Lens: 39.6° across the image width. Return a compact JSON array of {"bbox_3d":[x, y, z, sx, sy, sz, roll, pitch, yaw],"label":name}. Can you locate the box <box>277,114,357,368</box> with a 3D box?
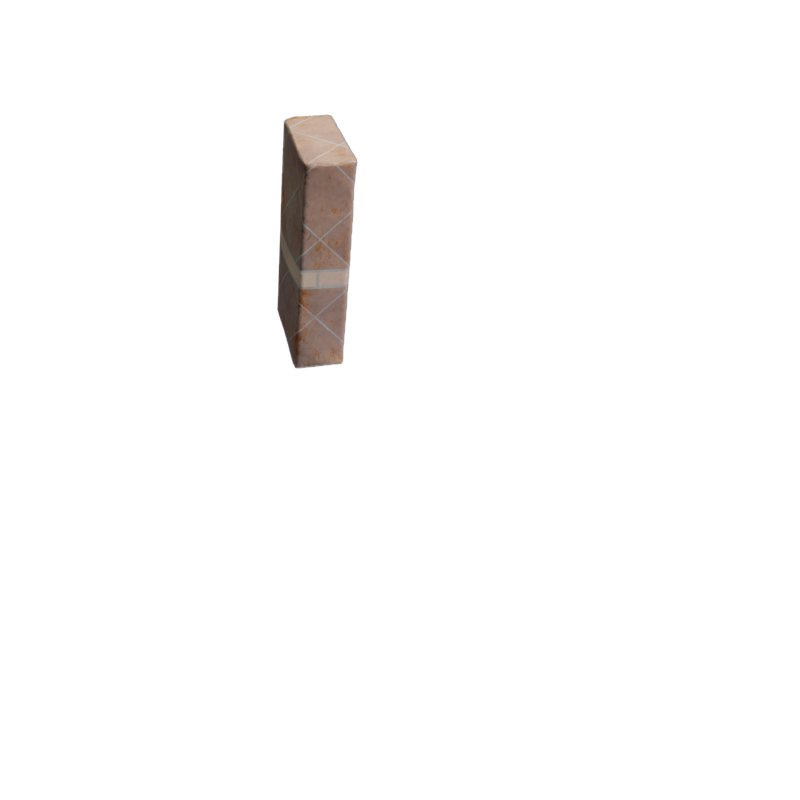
[{"bbox_3d":[-0.068,-0.123,0.859,0.047,0.166,0.100,-5,31,-13],"label":"box"}]
